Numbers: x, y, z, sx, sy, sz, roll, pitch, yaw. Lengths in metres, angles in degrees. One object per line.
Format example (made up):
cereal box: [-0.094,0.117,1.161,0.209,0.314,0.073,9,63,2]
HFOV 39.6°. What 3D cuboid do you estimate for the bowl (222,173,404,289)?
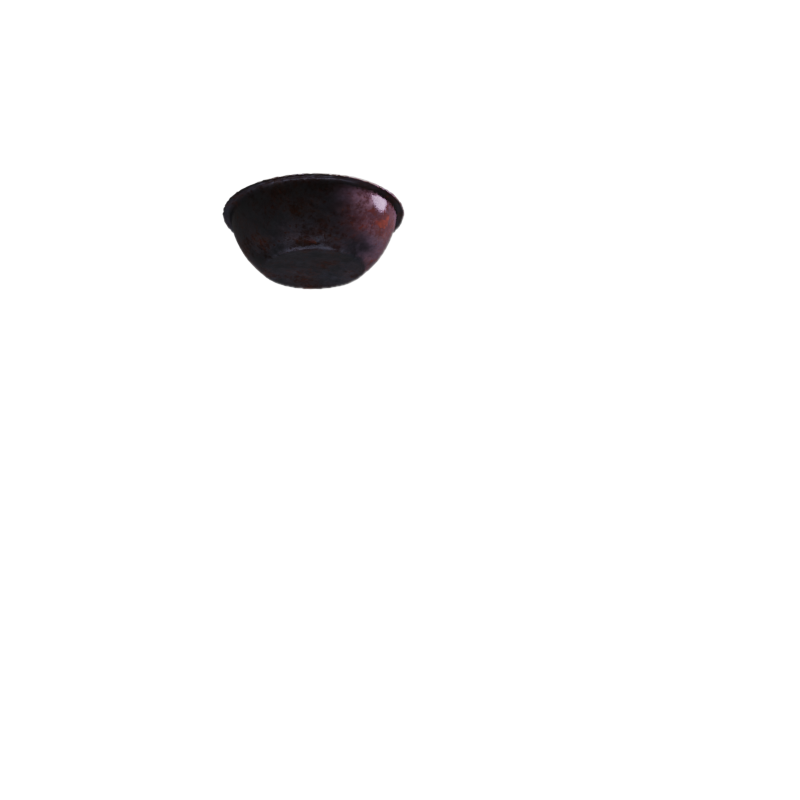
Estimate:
bowl: [-0.077,-0.140,0.978,0.162,0.058,0.155,0,-19,-2]
